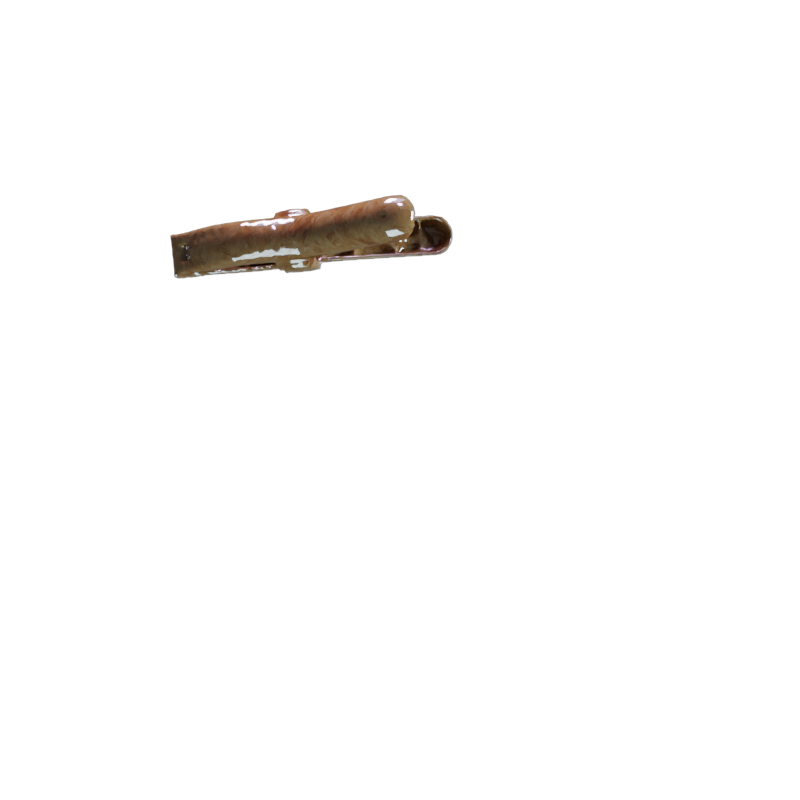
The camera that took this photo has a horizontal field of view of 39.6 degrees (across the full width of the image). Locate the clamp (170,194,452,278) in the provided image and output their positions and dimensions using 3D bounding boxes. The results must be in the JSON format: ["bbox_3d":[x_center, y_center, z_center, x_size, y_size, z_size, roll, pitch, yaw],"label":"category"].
[{"bbox_3d":[-0.053,-0.096,0.671,0.176,0.040,0.115,-2,-4,25],"label":"clamp"}]
